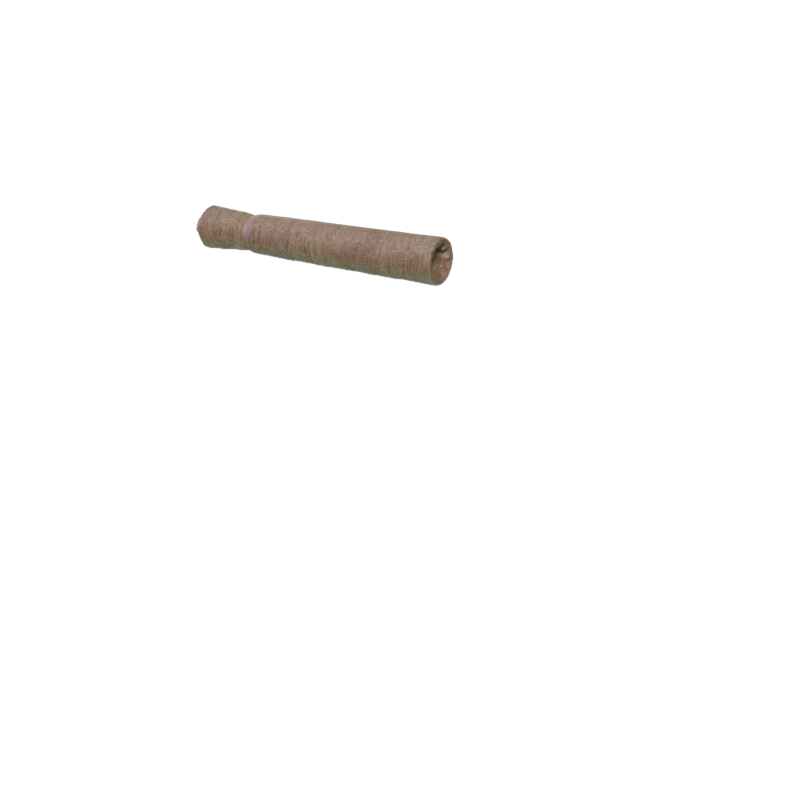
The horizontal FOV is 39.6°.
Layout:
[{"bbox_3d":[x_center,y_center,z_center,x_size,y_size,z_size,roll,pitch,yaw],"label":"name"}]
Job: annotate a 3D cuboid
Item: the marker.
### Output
[{"bbox_3d":[-0.036,-0.065,0.454,0.127,0.019,0.019,14,11,34],"label":"marker"}]
